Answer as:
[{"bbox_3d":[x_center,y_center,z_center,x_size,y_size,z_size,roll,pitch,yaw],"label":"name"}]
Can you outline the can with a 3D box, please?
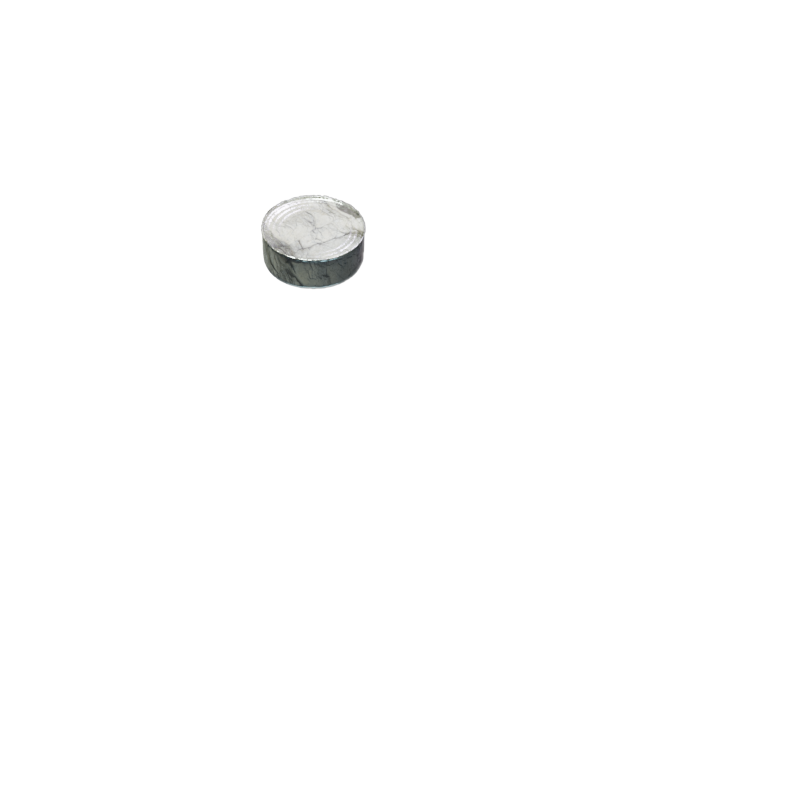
[{"bbox_3d":[-0.072,-0.131,0.918,0.086,0.031,0.092,-1,44,-2],"label":"can"}]
